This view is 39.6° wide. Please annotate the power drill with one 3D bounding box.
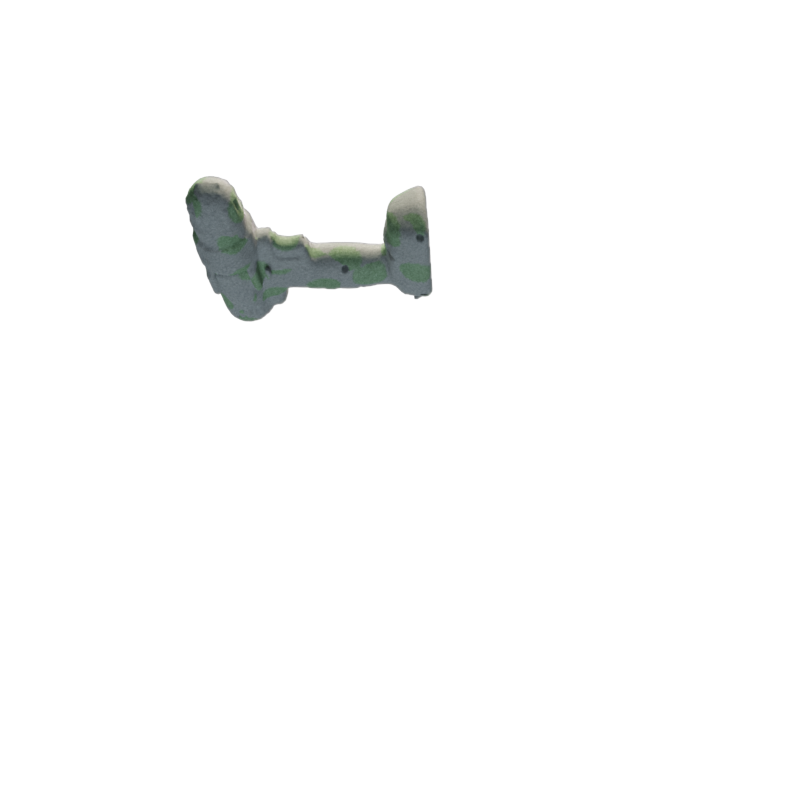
[{"bbox_3d":[-0.070,-0.128,0.895,0.189,0.061,0.173,-3,-24,6],"label":"power drill"}]
